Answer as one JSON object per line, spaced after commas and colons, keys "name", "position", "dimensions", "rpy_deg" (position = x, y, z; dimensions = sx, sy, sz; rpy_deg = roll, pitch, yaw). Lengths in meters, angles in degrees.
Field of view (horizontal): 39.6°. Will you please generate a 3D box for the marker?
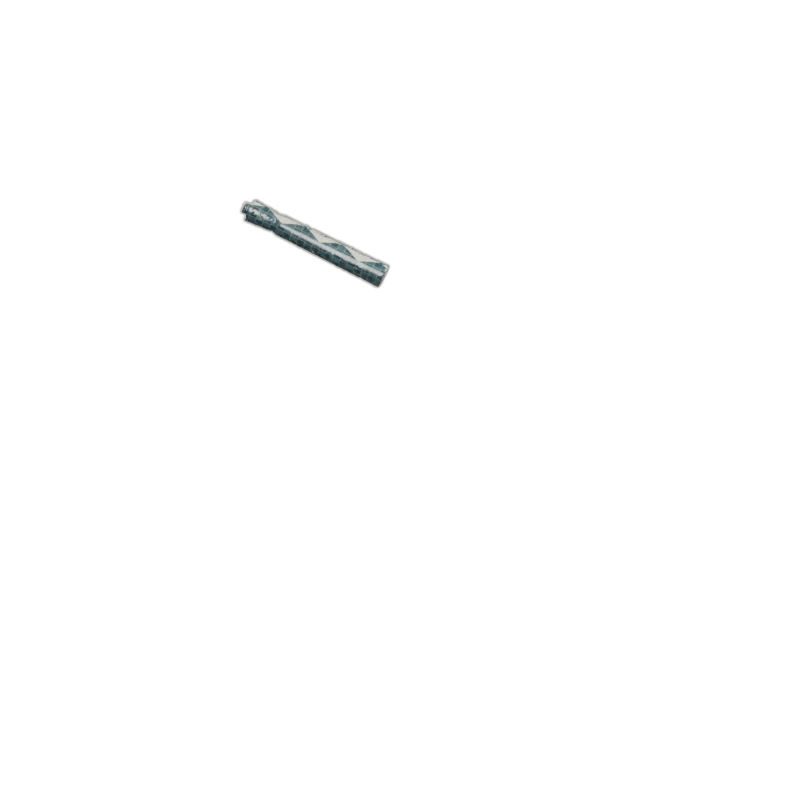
{"name": "marker", "position": [-0.066, -0.121, 0.844], "dimensions": [0.123, 0.020, 0.020], "rpy_deg": [27, 7, 8]}
